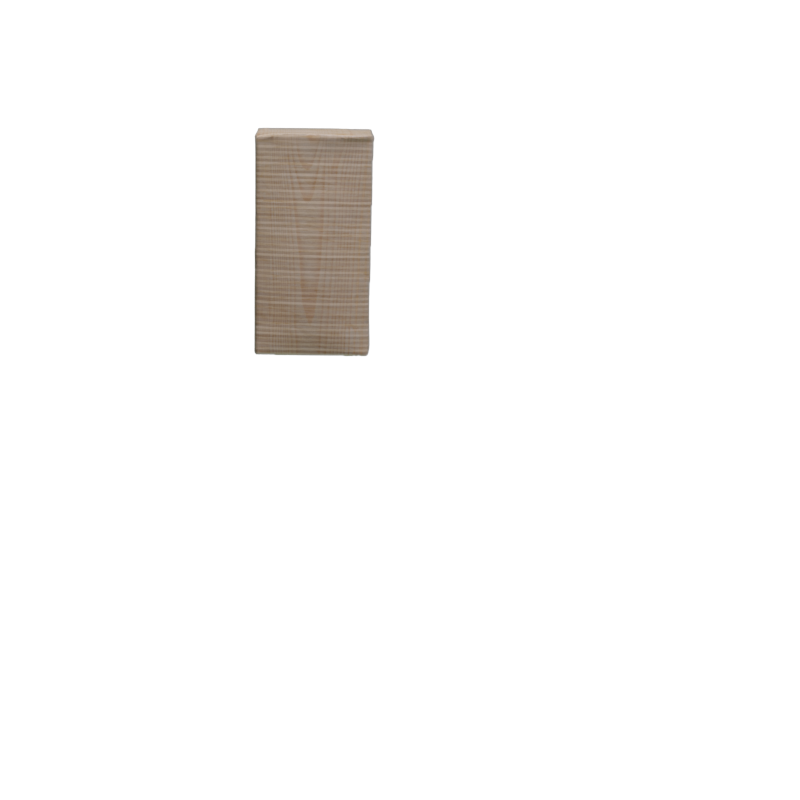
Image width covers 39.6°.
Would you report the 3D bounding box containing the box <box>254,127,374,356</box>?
[{"bbox_3d":[-0.069,-0.125,0.873,0.093,0.170,0.050,1,15,-1],"label":"box"}]
